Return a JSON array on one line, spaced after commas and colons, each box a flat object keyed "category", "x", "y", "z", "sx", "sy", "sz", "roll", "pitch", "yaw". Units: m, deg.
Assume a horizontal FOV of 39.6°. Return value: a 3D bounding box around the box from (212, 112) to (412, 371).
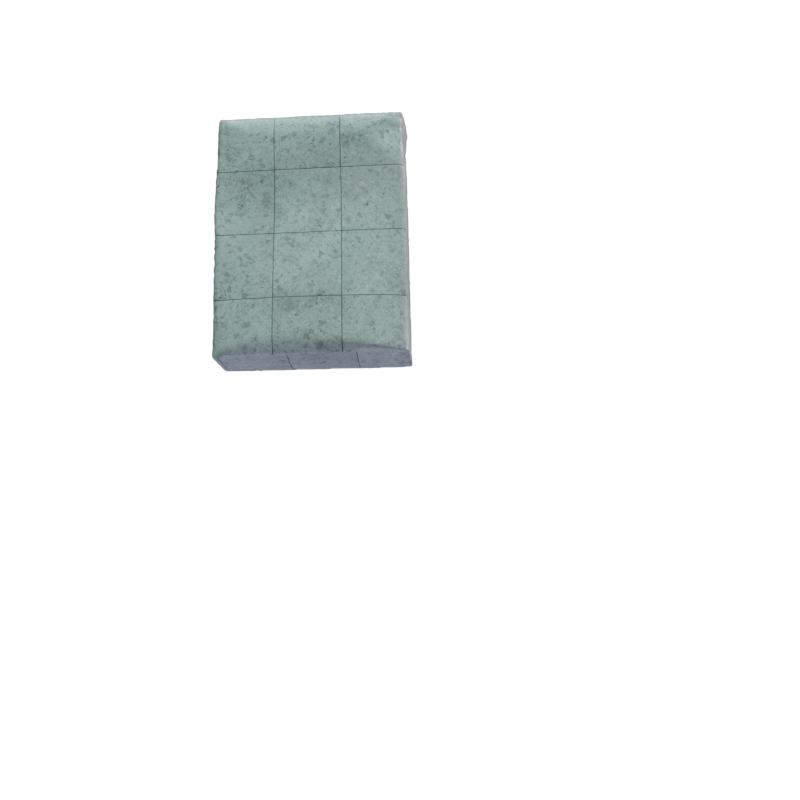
[{"category": "box", "x": -0.074, "y": -0.136, "z": 0.951, "sx": 0.165, "sy": 0.222, "sz": 0.069, "roll": -2, "pitch": -16, "yaw": 5}]
